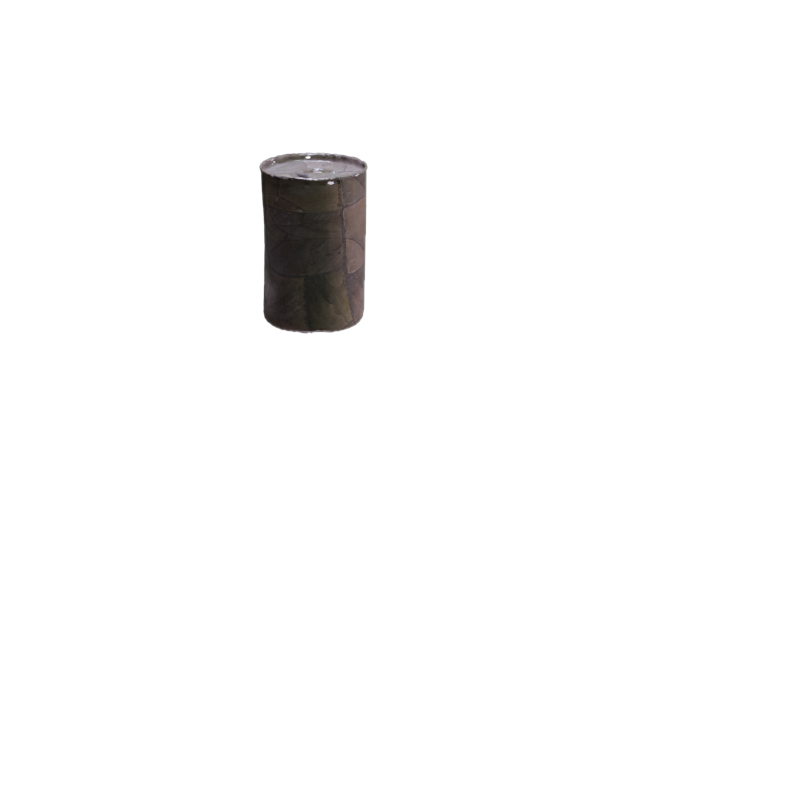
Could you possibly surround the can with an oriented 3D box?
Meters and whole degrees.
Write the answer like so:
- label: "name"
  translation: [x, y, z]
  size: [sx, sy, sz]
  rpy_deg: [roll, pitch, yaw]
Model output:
- label: "can"
  translation: [-0.056, -0.101, 0.710]
  size: [0.068, 0.098, 0.072]
  rpy_deg: [0, 21, -2]
